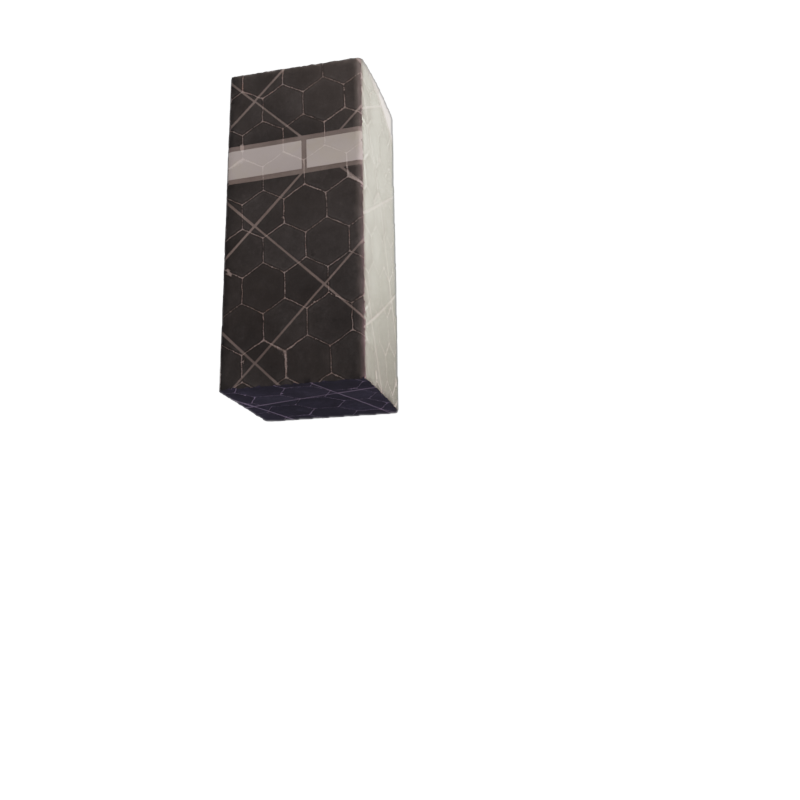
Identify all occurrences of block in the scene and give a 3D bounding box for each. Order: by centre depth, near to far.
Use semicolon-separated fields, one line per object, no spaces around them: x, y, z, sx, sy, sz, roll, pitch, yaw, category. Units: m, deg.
-0.054;-0.100;0.700;0.092;0.216;0.085;-6;-20;13;block
